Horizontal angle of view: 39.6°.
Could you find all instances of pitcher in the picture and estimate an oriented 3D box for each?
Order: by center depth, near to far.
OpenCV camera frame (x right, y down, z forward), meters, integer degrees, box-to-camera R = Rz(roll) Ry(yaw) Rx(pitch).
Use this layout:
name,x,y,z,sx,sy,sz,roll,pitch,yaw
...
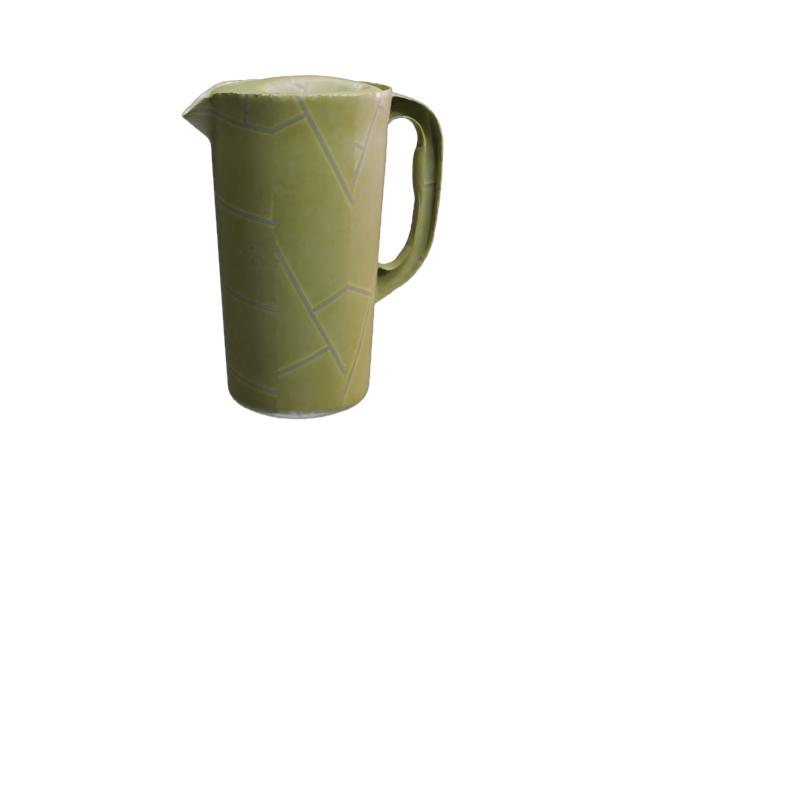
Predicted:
name,x,y,z,sx,sy,sz,roll,pitch,yaw
pitcher,-0.064,-0.117,0.818,0.156,0.235,0.143,11,19,31
